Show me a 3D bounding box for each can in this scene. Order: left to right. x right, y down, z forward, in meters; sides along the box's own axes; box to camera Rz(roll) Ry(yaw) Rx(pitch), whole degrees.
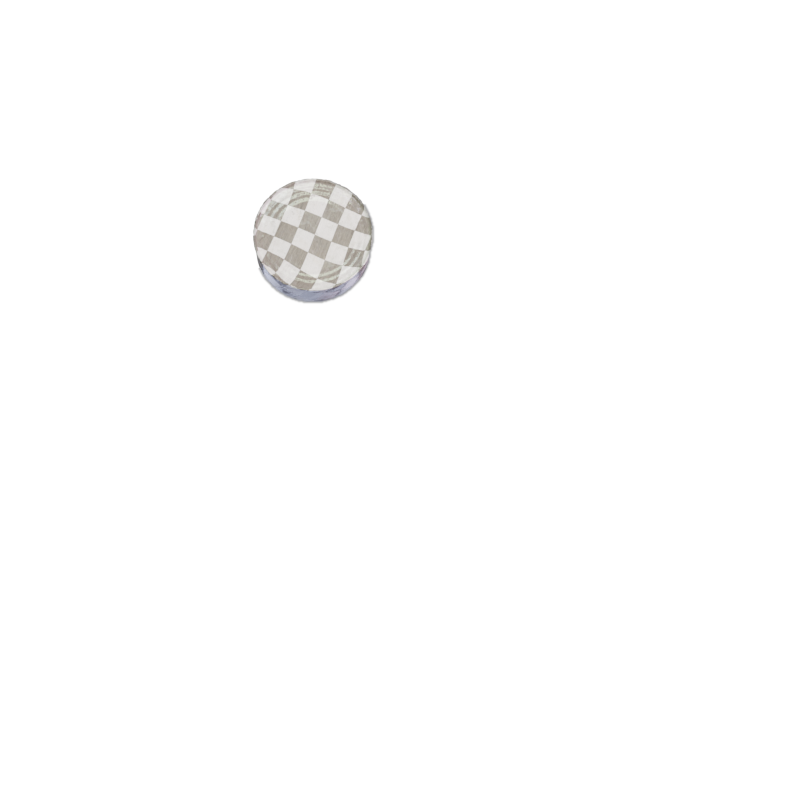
[{"bbox_3d":[-0.063,-0.114,0.802,0.086,0.090,0.032,-1,-20,-1],"label":"can"}]
